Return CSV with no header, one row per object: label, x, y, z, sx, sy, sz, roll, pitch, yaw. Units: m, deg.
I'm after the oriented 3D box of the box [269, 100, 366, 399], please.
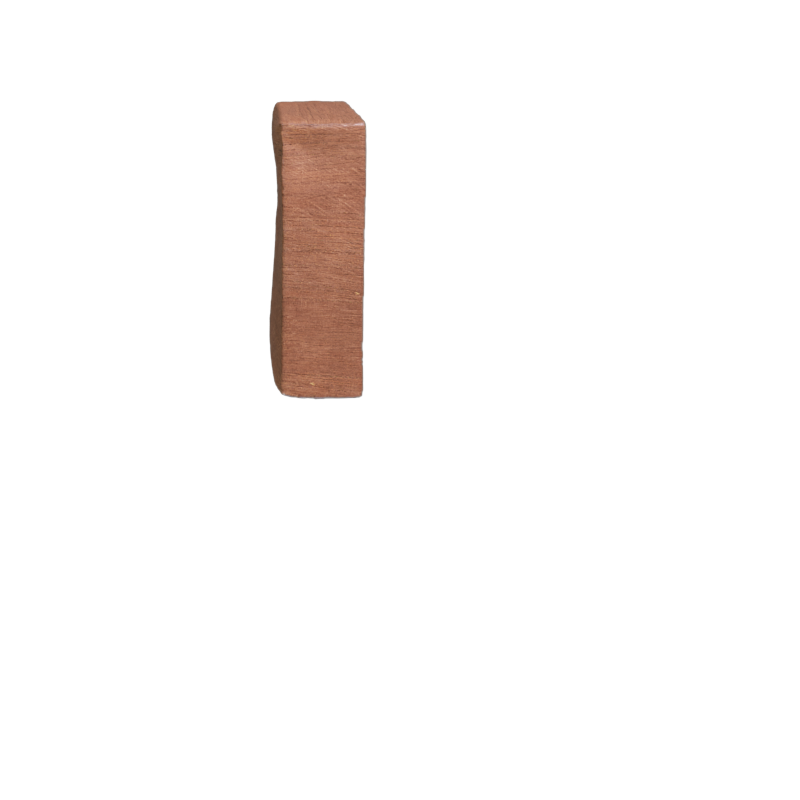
box,-0.070,-0.128,0.897,0.071,0.207,0.171,-1,16,-7
